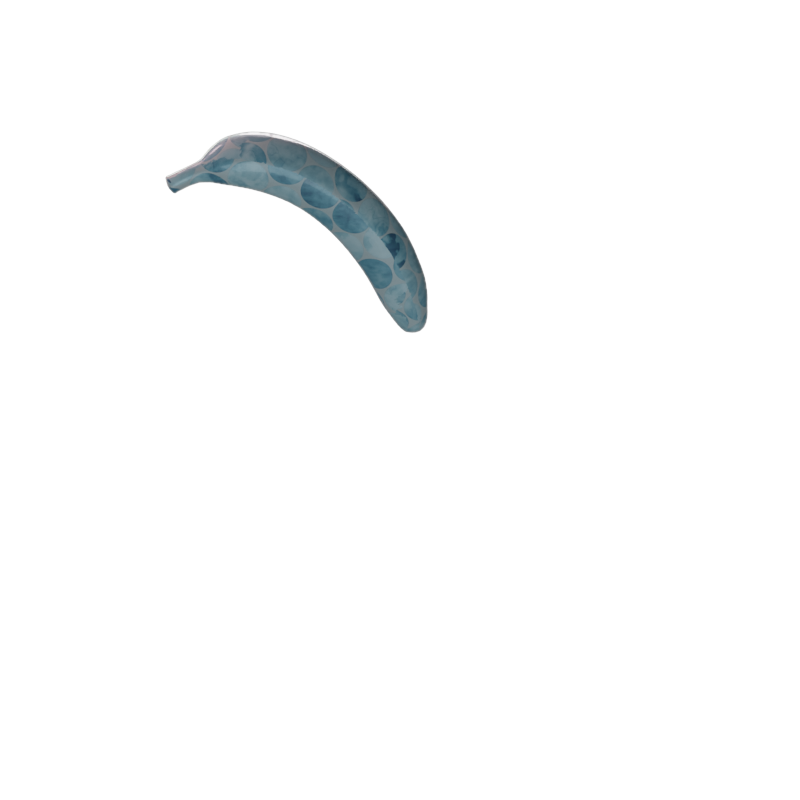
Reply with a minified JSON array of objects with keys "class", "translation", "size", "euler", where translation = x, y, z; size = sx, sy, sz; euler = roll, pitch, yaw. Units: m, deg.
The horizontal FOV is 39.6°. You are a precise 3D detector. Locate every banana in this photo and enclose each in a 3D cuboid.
[{"class":"banana","translation":[-0.047,-0.115,0.699],"size":[0.190,0.068,0.039],"euler":[31,27,-18]}]
